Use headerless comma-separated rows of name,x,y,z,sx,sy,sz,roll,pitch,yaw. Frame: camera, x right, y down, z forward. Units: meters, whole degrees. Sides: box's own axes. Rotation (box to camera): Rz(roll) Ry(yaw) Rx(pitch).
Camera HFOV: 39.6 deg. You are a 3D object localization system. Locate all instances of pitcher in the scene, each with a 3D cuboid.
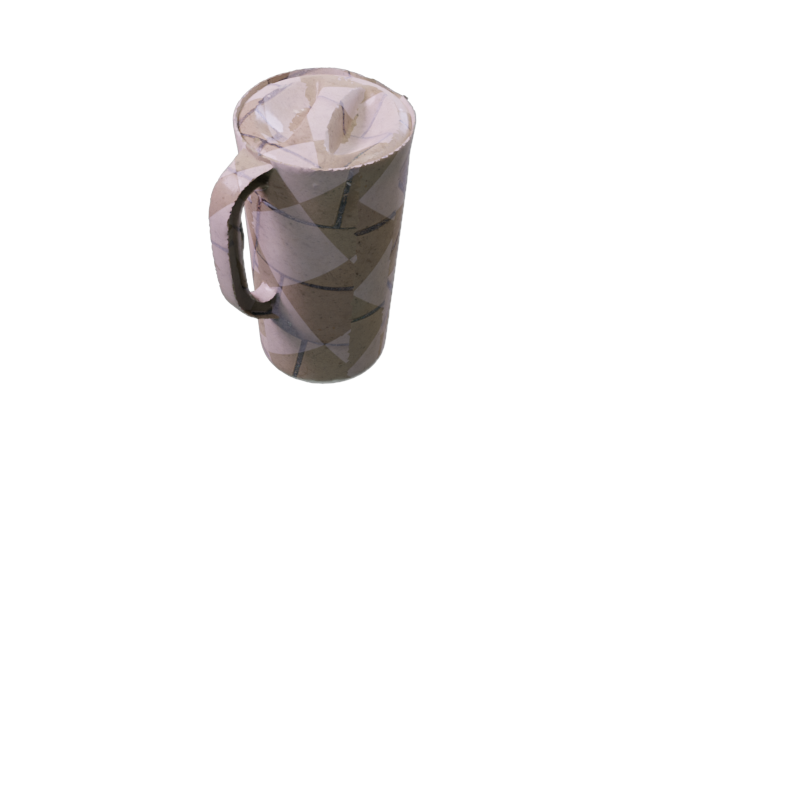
pitcher,-0.068,-0.125,0.873,0.149,0.226,0.156,0,44,-3
